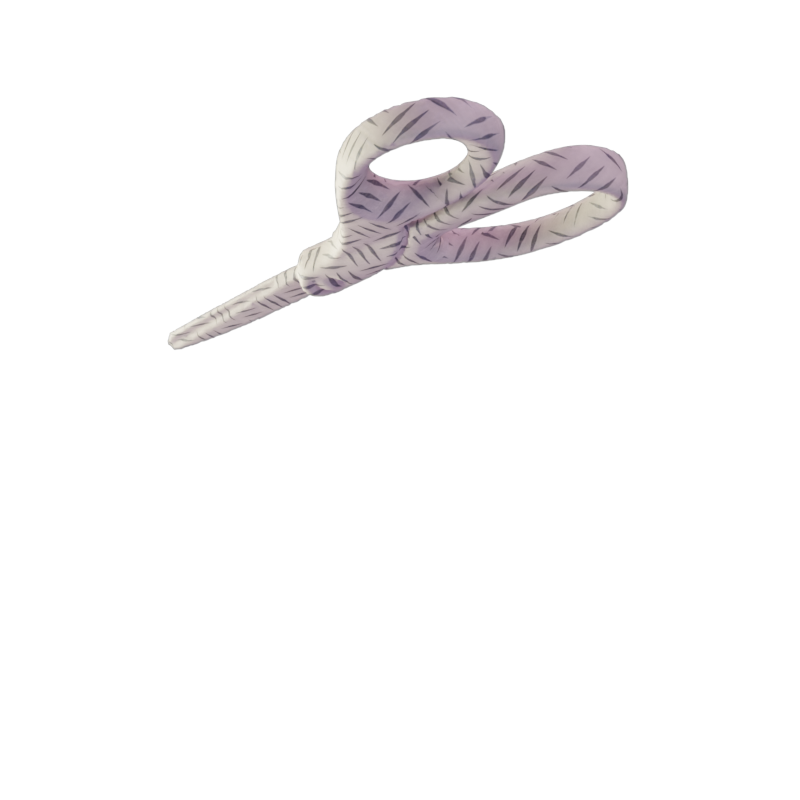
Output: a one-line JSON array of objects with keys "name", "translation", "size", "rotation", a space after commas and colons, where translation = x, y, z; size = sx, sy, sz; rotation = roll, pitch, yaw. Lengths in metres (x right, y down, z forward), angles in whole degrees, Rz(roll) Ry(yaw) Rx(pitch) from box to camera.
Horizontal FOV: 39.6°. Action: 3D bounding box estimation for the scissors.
[{"name": "scissors", "translation": [-0.029, -0.052, 0.365], "size": [0.205, 0.017, 0.090], "rotation": [-12, -23, 30]}]
